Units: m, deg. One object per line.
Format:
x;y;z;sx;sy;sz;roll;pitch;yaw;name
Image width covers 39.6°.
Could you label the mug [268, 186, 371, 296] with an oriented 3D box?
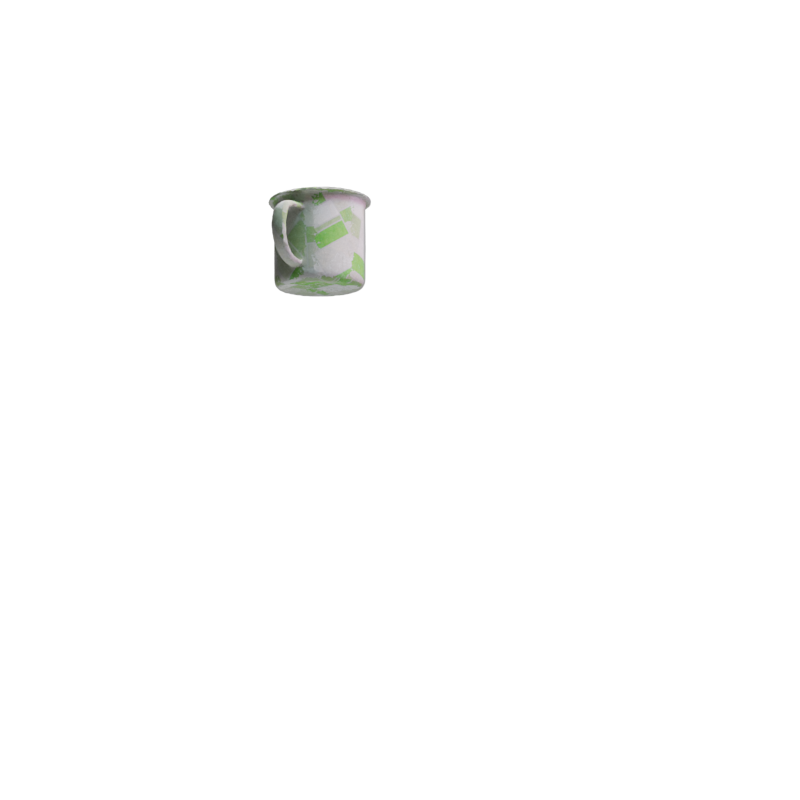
-0.077;-0.141;0.987;0.095;0.084;0.111;-5;-11;26;mug
